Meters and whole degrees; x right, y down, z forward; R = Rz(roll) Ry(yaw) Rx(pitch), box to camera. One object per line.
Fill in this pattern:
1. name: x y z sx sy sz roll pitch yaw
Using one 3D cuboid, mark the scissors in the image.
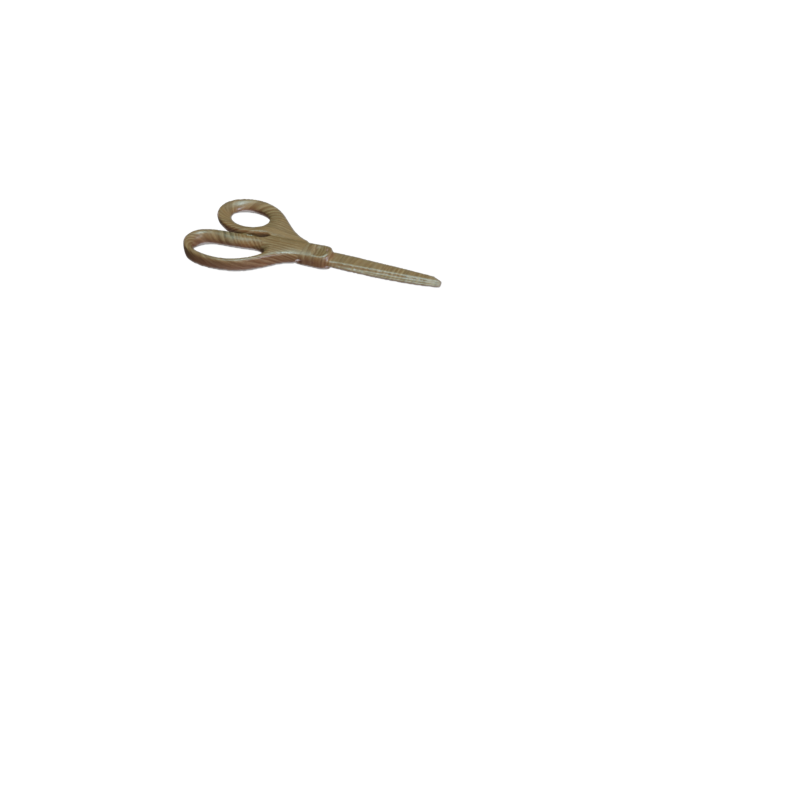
1. scissors: -0.068 -0.125 0.875 0.203 0.015 0.102 3 41 4
